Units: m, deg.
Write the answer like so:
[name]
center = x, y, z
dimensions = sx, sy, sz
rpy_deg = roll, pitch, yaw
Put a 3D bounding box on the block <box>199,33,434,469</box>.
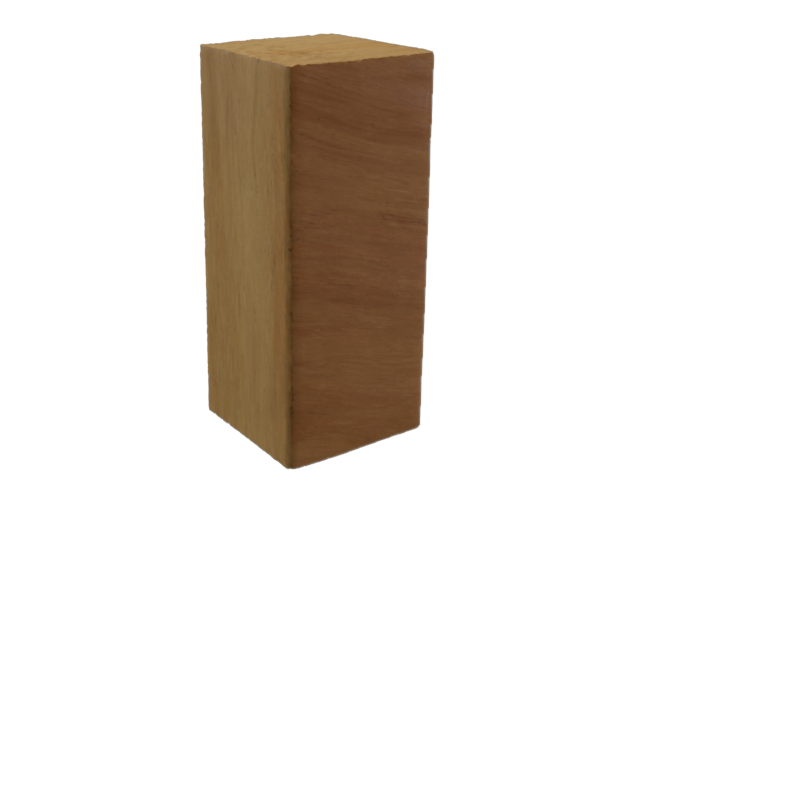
[block]
center = -0.045, -0.084, 0.589
dimensions = 0.088, 0.198, 0.097
rpy_deg = -13, 23, -35
